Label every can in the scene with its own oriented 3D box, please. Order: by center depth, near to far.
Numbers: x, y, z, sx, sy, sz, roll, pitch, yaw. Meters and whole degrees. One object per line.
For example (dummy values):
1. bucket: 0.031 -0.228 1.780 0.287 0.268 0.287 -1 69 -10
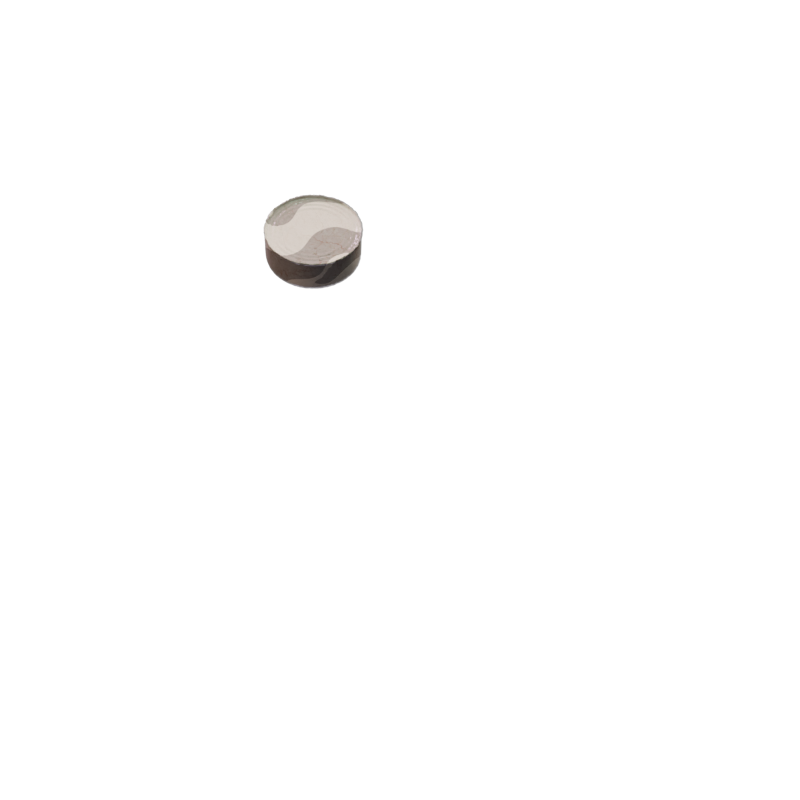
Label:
1. can: -0.076 -0.138 0.967 0.086 0.092 0.031 -1 -41 -1
